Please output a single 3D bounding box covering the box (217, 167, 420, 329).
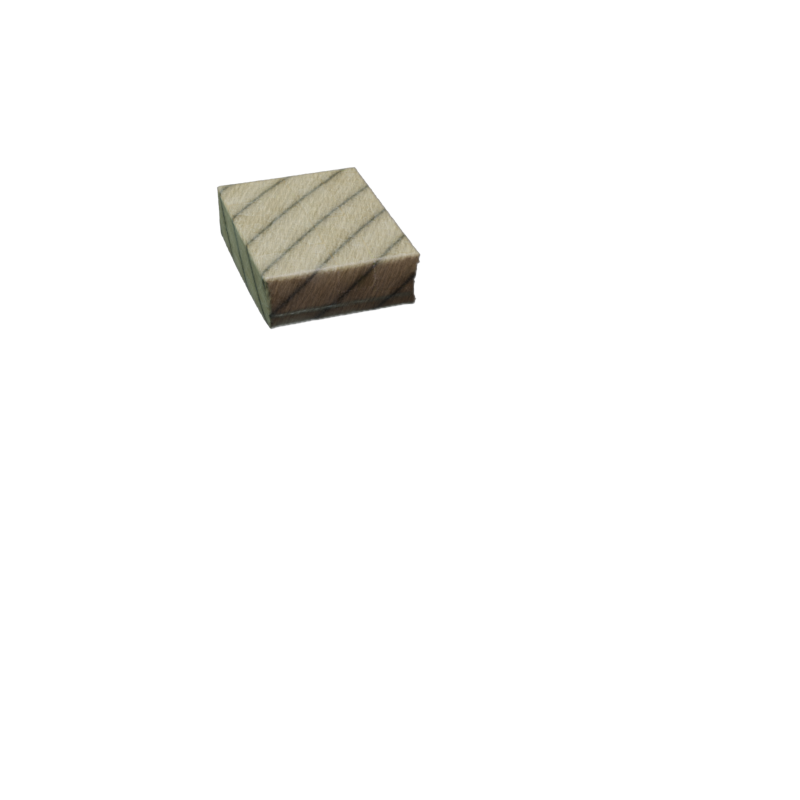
[{"bbox_3d":[-0.051,-0.092,0.647,0.089,0.036,0.123,-12,40,-15],"label":"box"}]
